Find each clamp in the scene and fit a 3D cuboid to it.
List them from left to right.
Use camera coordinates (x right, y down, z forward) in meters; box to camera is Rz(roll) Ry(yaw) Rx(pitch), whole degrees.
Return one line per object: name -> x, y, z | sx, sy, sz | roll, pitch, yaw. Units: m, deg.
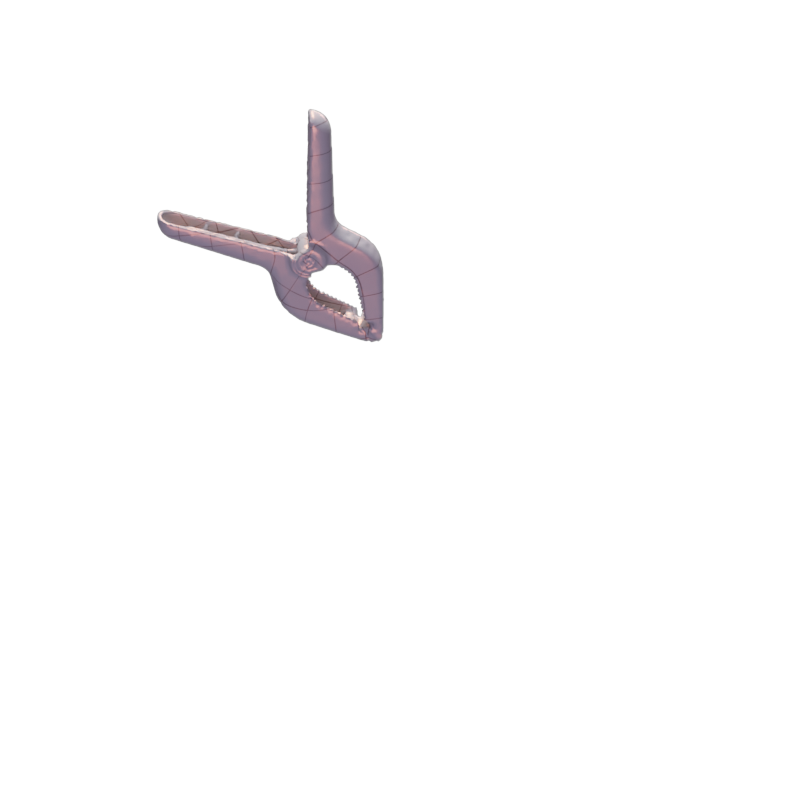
clamp -> -0.071, -0.130, 0.912 | 0.163, 0.199, 0.039 | -37, 26, 21
